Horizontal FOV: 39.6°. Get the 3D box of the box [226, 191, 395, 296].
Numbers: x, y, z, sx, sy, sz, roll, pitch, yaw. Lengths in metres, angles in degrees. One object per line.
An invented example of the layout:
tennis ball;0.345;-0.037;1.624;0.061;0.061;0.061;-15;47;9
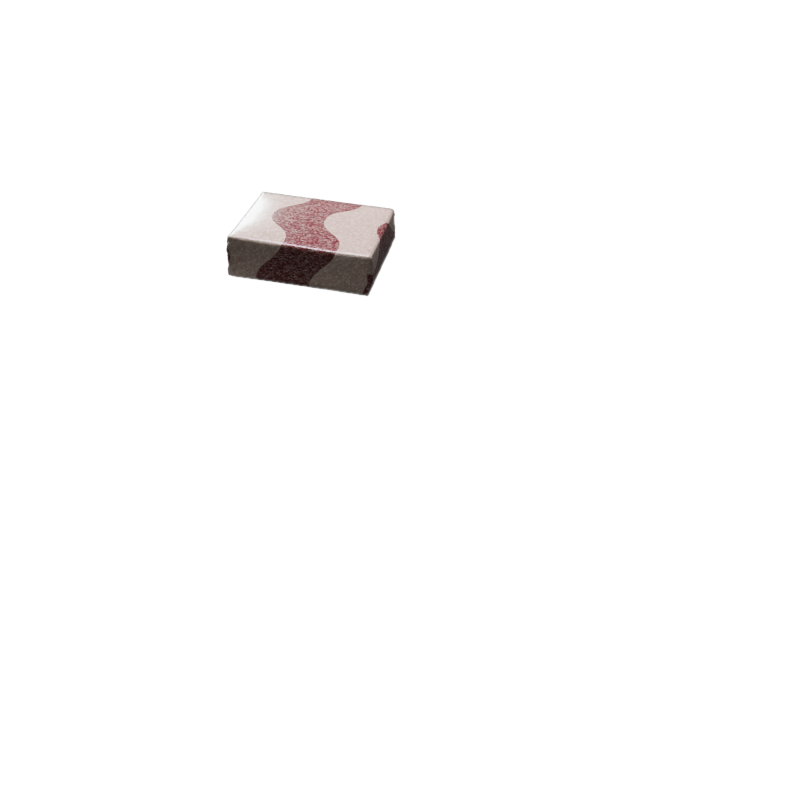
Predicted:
box;-0.067;-0.122;0.855;0.116;0.037;0.093;7;31;11
